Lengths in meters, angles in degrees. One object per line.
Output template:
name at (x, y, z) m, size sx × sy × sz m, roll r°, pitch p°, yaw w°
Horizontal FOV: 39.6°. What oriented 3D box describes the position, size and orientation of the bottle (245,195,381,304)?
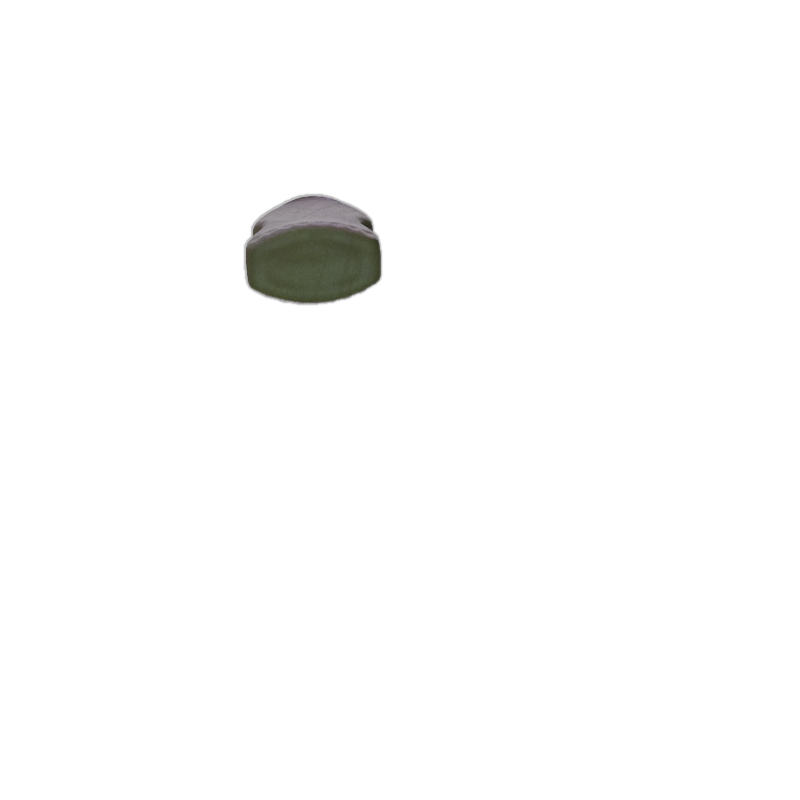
bottle at (-0.067, -0.124, 0.862) m, size 0.096 × 0.056 × 0.198 m, roll -5°, pitch 18°, yaw -2°
